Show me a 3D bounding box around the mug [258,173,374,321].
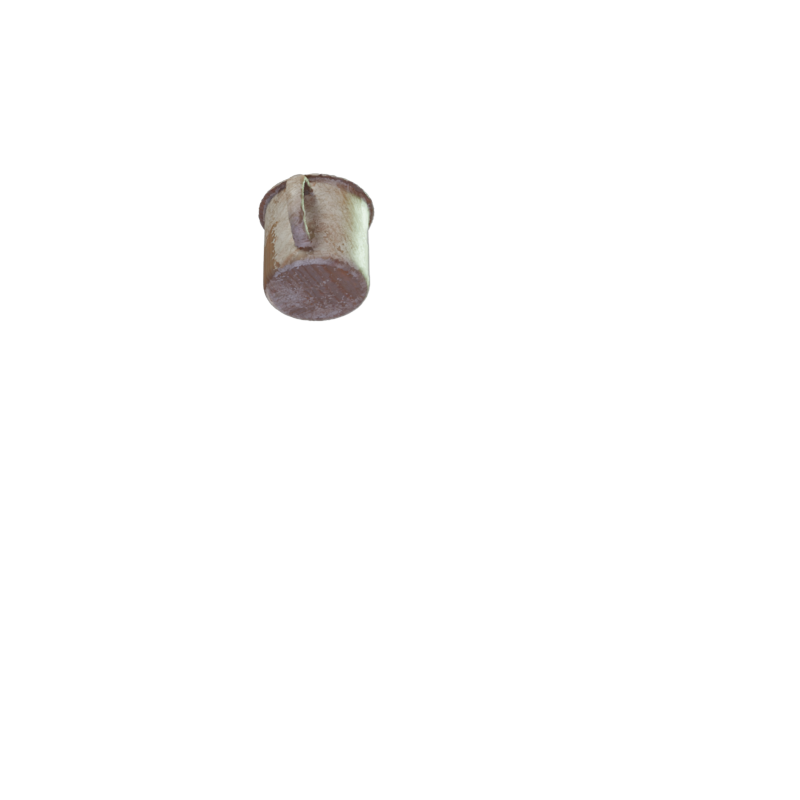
[{"bbox_3d":[-0.067,-0.122,0.853,0.094,0.087,0.108,-6,-36,7],"label":"mug"}]
